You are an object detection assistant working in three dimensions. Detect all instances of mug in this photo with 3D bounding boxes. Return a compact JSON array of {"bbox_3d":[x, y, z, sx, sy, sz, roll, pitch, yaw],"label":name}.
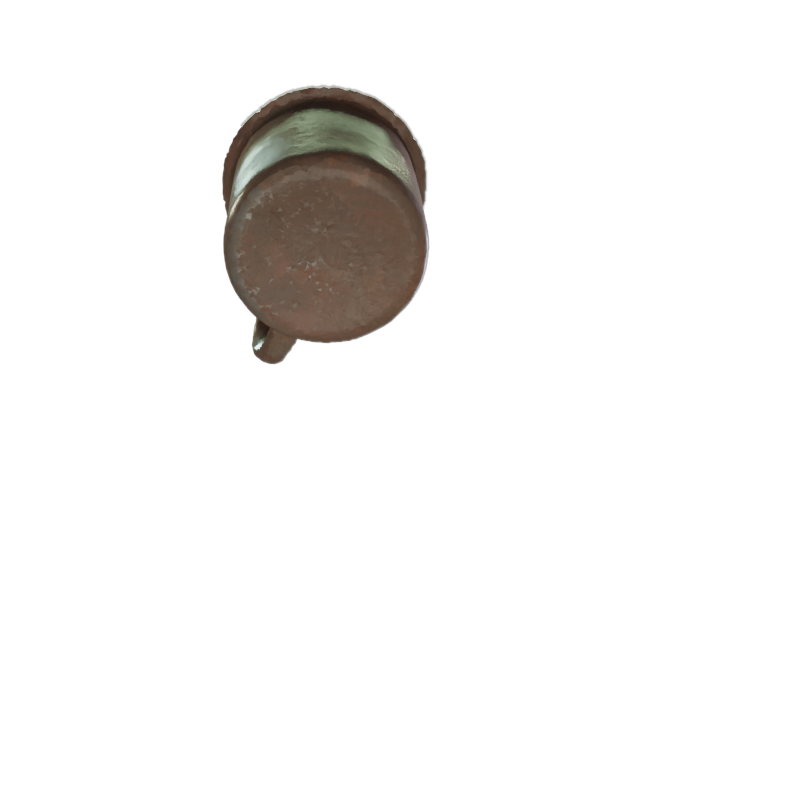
[{"bbox_3d":[-0.037,-0.067,0.471,0.091,0.114,0.086,24,23,-13],"label":"mug"}]
